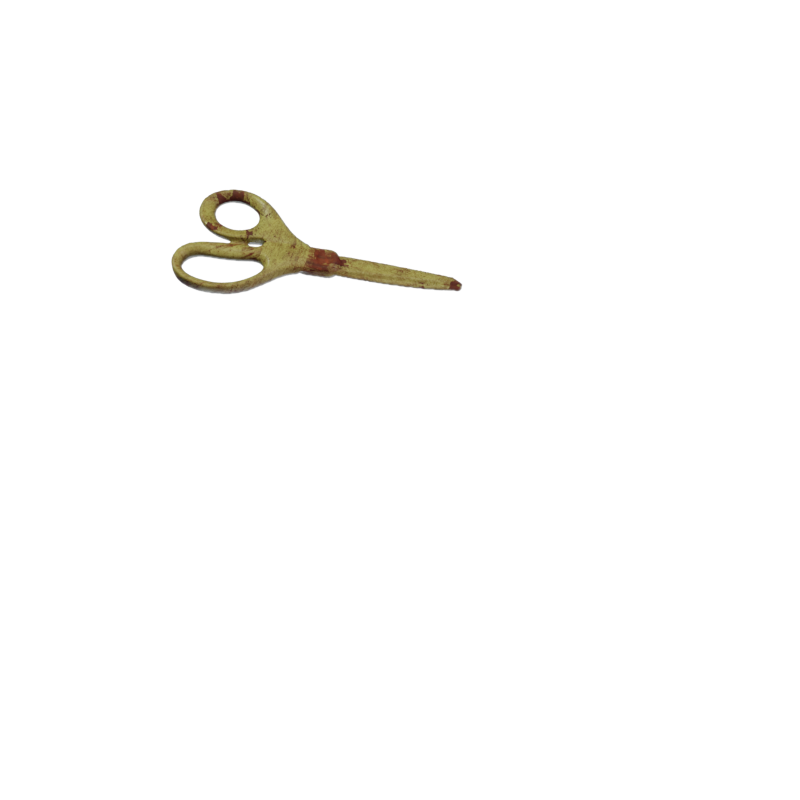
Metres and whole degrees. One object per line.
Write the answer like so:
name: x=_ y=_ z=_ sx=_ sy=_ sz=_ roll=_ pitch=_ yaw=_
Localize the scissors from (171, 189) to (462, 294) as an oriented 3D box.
scissors: x=-0.062 y=-0.113 z=0.795 sx=0.201 sy=0.103 sz=0.015 roll=-4 pitch=-33 yaw=-2
